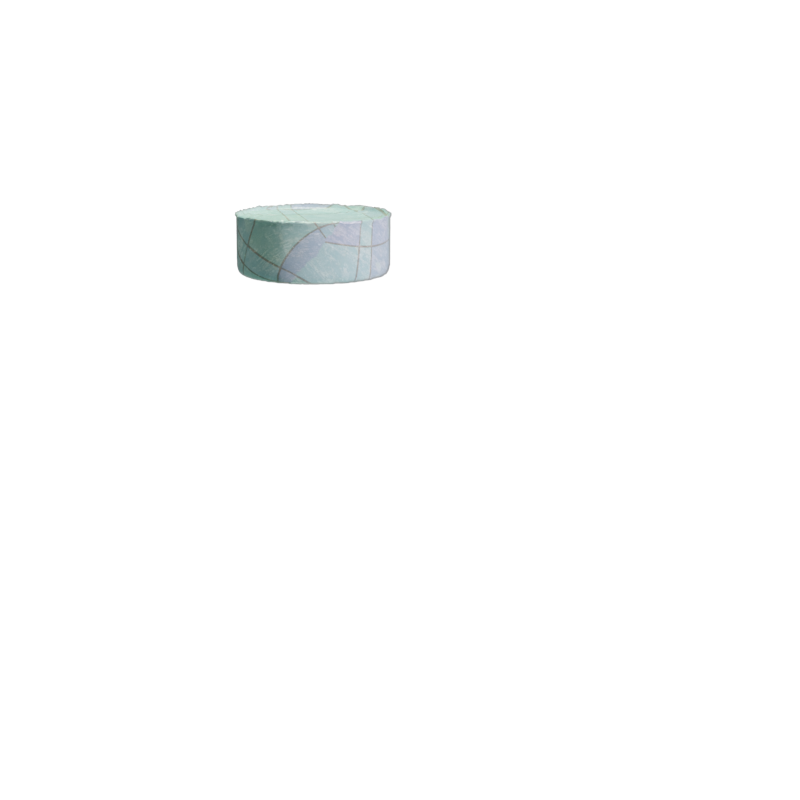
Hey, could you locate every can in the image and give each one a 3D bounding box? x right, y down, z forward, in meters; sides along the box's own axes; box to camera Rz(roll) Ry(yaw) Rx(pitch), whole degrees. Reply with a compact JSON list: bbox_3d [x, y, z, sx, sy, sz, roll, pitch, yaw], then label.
[{"bbox_3d":[-0.048,-0.087,0.609,0.086,0.033,0.089,0,15,-2],"label":"can"}]
